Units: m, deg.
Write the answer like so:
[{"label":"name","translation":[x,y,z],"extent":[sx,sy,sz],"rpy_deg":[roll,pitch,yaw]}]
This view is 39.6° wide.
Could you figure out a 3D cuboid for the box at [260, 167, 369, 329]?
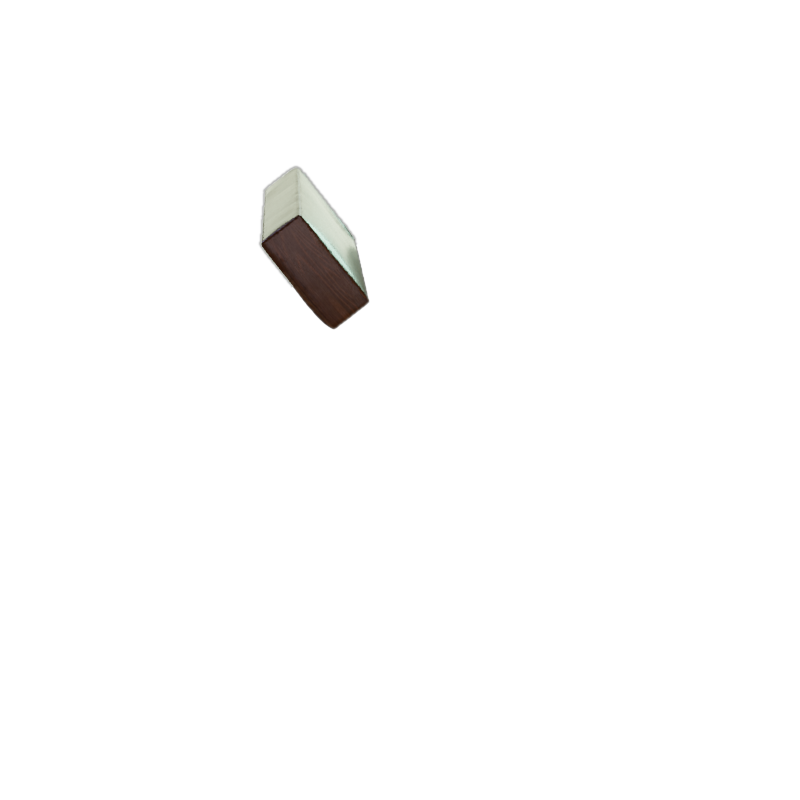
[{"label":"box","translation":[-0.073,-0.134,0.936],"extent":[0.048,0.089,0.185],"rpy_deg":[-35,22,12]}]
